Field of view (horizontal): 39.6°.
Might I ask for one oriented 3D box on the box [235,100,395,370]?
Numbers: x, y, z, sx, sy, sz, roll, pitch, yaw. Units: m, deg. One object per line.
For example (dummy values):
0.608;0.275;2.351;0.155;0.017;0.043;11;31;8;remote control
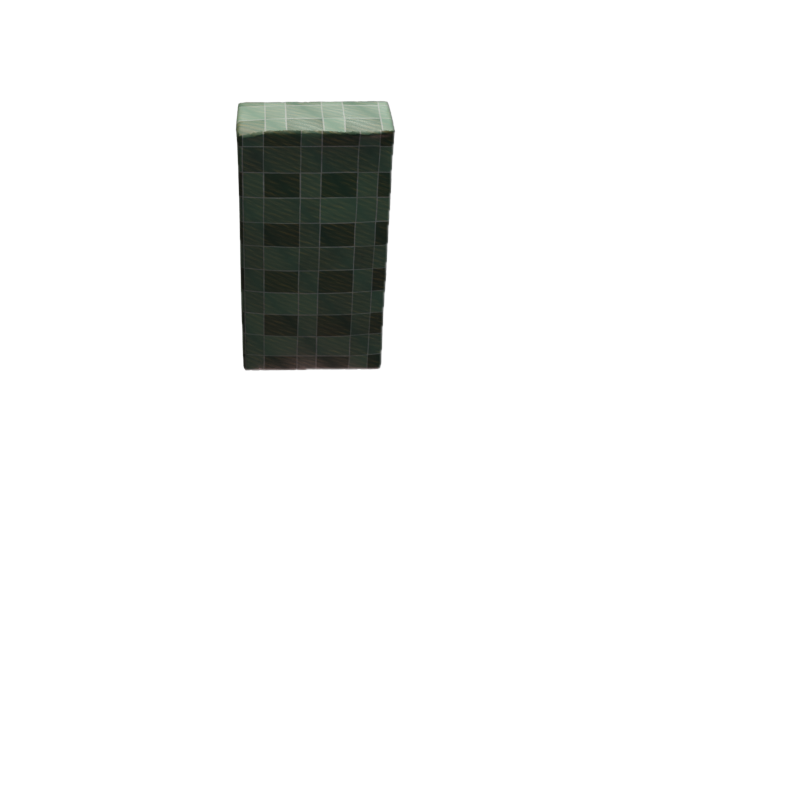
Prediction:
-0.054;-0.098;0.690;0.093;0.165;0.052;0;38;-4;box
